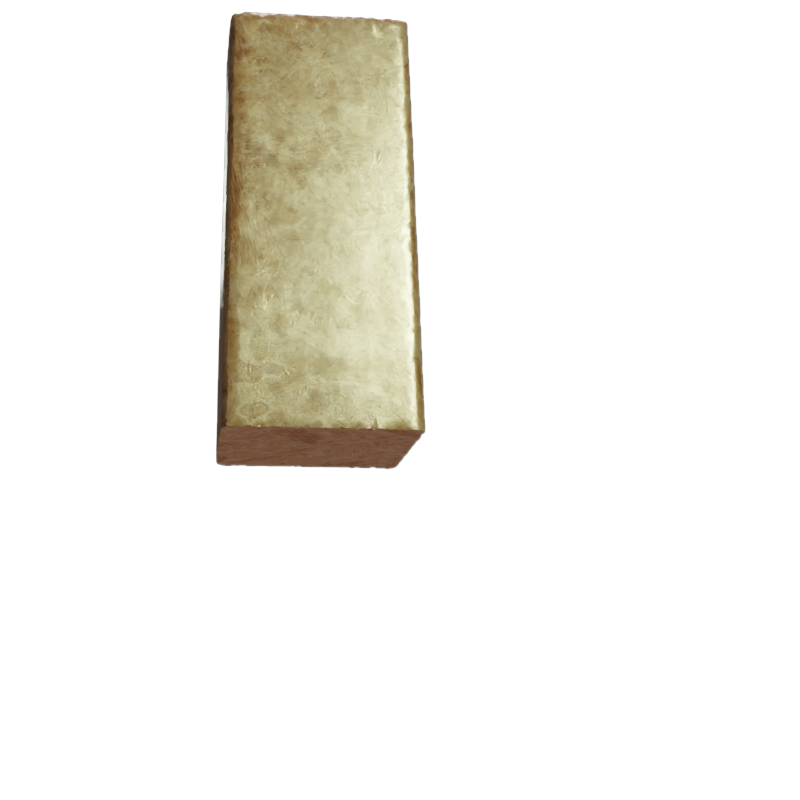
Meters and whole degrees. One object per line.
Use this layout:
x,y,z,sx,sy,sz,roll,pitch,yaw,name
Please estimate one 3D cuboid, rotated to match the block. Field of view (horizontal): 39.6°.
-0.043,-0.078,0.548,0.090,0.216,0.087,1,-21,-8,block
